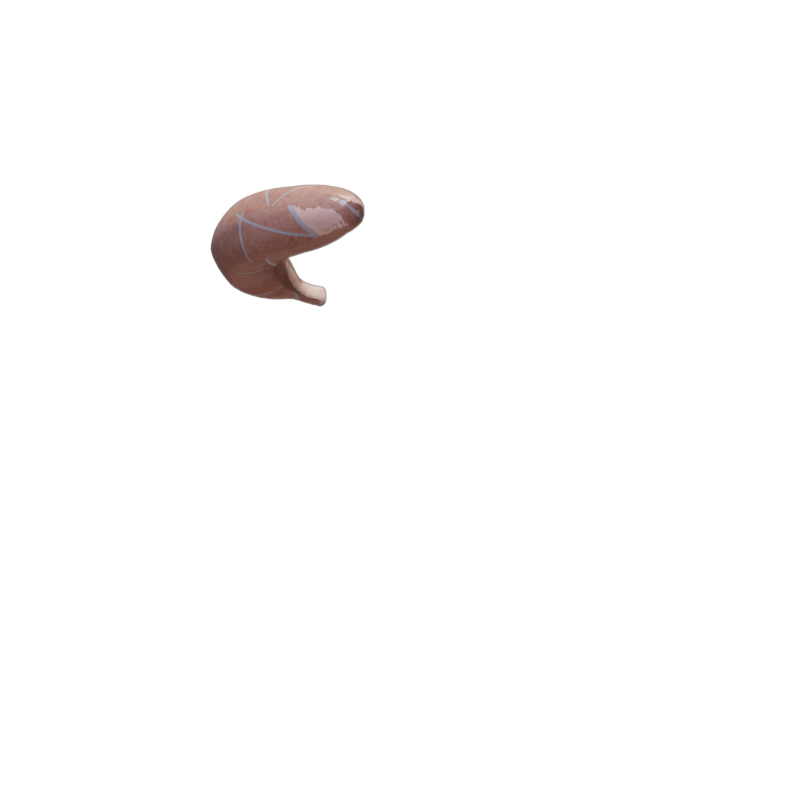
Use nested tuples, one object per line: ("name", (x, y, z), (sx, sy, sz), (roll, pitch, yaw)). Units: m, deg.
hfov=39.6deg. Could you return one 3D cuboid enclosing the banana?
("banana", (-0.064, -0.082, 0.577), (0.069, 0.037, 0.195), (1, -5, -8))
